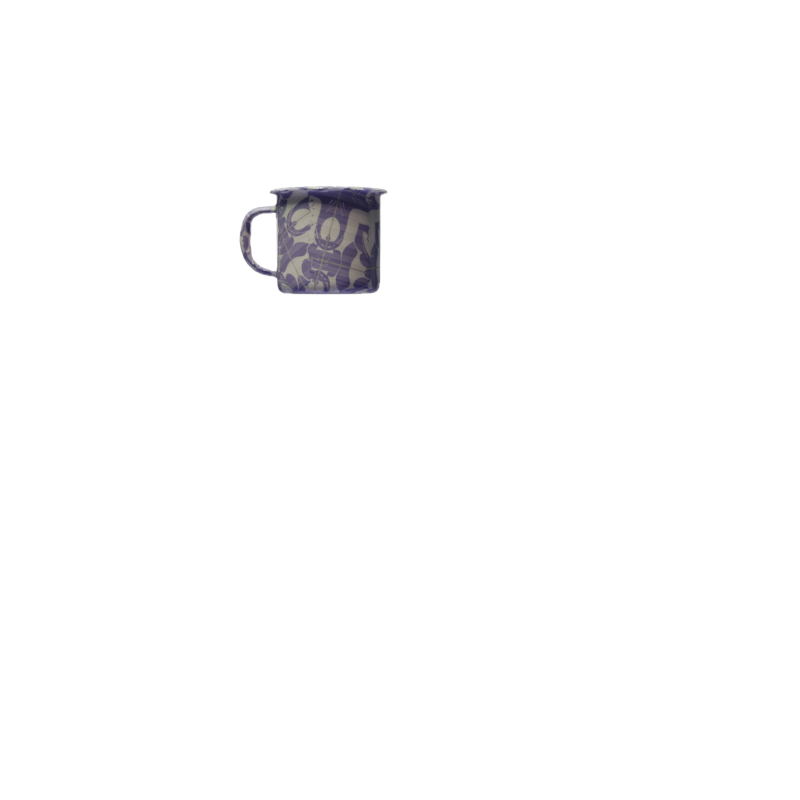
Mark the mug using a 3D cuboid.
[{"bbox_3d":[-0.069,-0.125,0.875,0.117,0.081,0.094,0,3,0],"label":"mug"}]
